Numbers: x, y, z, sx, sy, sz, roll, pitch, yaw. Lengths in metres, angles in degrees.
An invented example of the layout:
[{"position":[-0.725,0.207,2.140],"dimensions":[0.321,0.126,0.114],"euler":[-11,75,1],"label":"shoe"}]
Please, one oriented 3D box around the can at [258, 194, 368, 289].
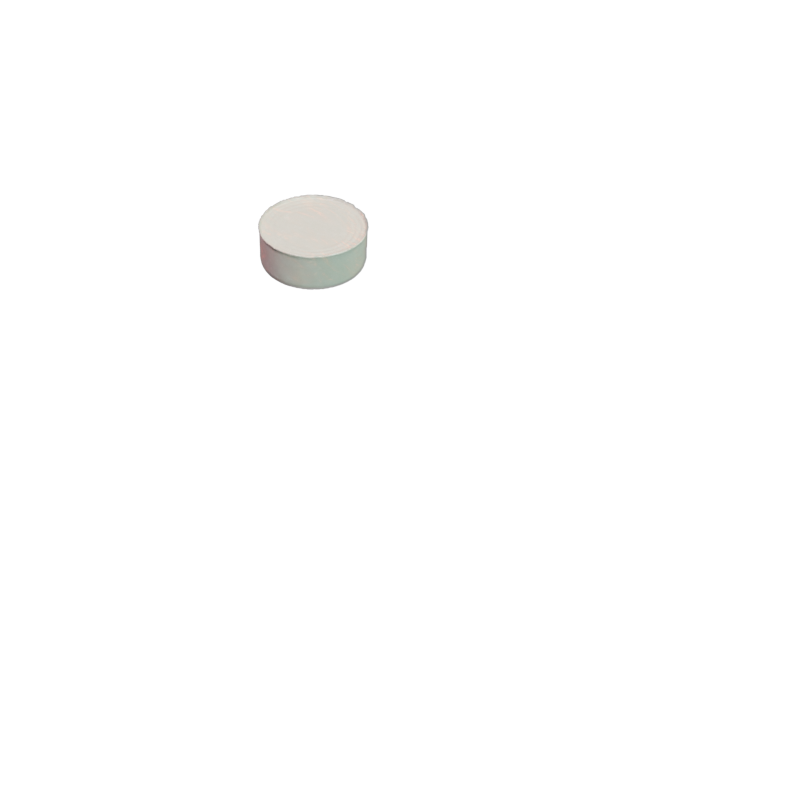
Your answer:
[{"position":[-0.068,-0.124,0.870],"dimensions":[0.086,0.031,0.092],"euler":[-1,40,-2],"label":"can"}]
